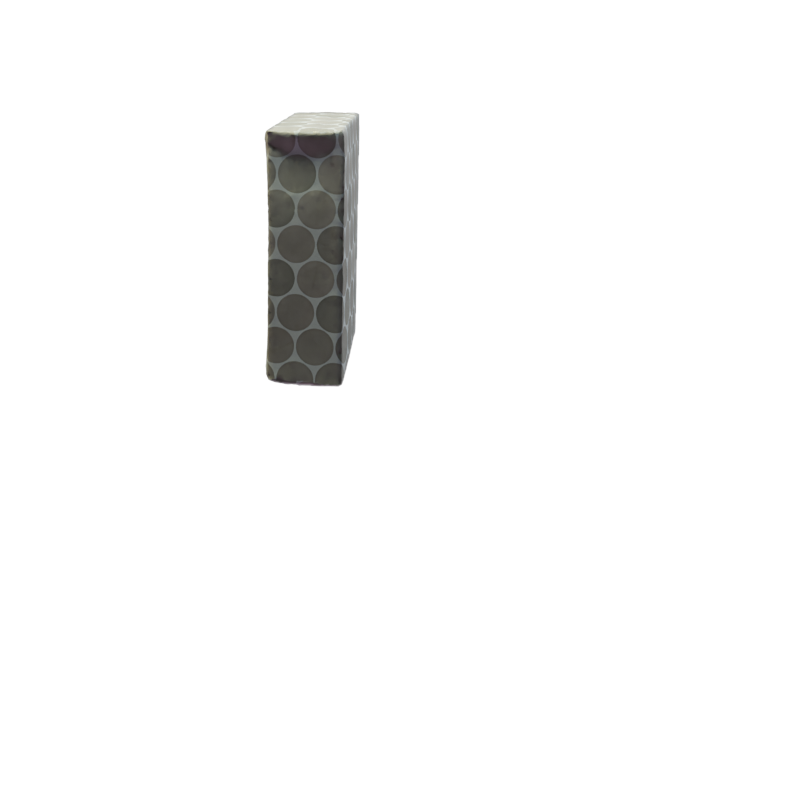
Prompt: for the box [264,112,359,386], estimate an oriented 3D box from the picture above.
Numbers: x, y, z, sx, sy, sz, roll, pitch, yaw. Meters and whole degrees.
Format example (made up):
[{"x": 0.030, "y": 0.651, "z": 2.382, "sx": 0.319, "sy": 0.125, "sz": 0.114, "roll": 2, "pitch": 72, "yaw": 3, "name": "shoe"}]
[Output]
[{"x": -0.076, "y": -0.138, "z": 0.969, "sx": 0.072, "sy": 0.208, "sz": 0.169, "roll": 1, "pitch": 14, "yaw": 2, "name": "box"}]
